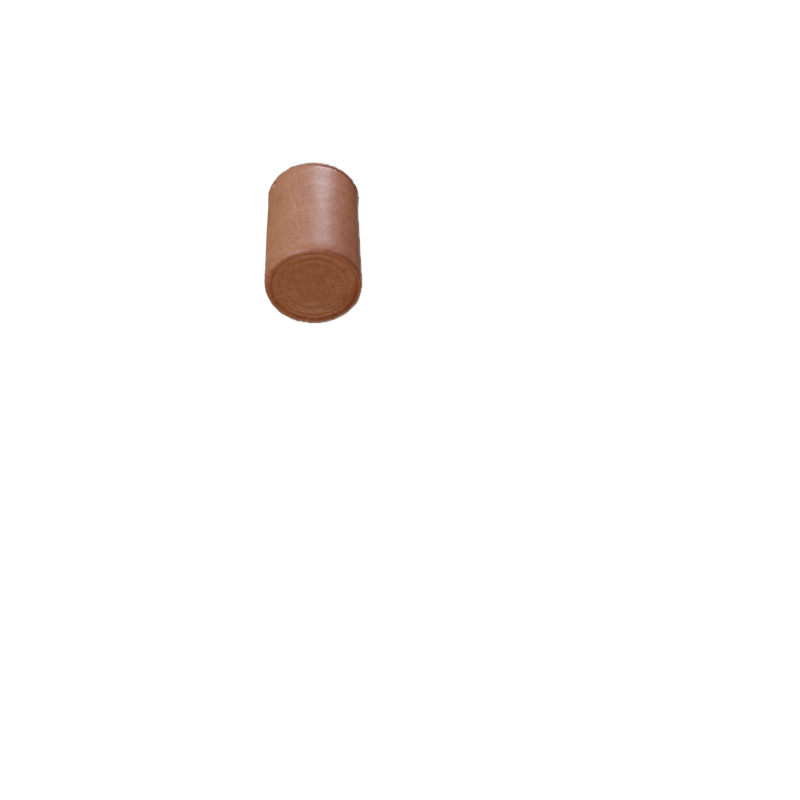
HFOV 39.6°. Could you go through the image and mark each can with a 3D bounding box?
[{"bbox_3d":[-0.062,-0.112,0.786,0.068,0.064,0.110,-1,43,-3],"label":"can"}]
